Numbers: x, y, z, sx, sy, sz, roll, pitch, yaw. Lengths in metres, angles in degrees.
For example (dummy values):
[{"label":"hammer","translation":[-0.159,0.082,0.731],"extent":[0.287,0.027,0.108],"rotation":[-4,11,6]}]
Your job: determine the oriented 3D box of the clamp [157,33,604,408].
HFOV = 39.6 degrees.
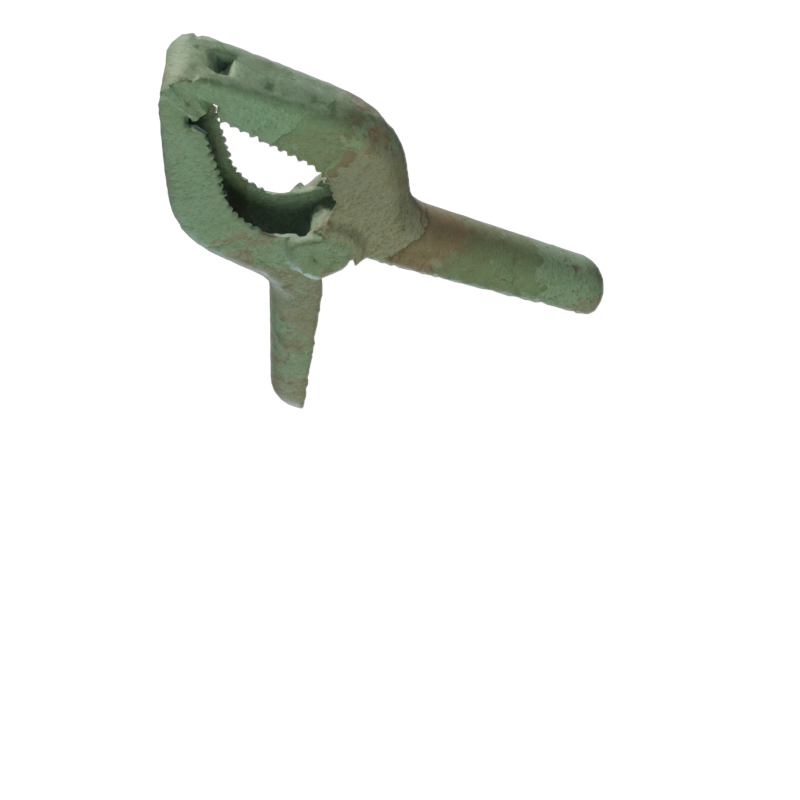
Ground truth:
[{"label":"clamp","translation":[-0.036,-0.065,0.457],"extent":[0.165,0.039,0.195],"rotation":[-25,-43,29]}]
